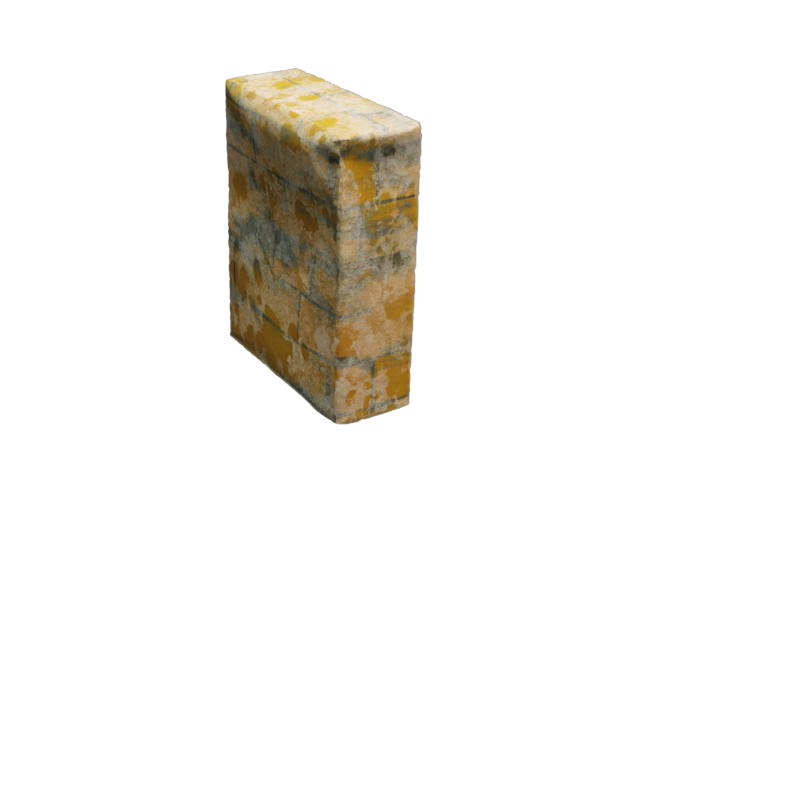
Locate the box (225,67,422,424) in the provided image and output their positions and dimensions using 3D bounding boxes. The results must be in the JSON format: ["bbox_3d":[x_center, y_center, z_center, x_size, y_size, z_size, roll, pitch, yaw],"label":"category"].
[{"bbox_3d":[-0.062,-0.114,0.798,0.070,0.202,0.176,-14,31,-30],"label":"box"}]
